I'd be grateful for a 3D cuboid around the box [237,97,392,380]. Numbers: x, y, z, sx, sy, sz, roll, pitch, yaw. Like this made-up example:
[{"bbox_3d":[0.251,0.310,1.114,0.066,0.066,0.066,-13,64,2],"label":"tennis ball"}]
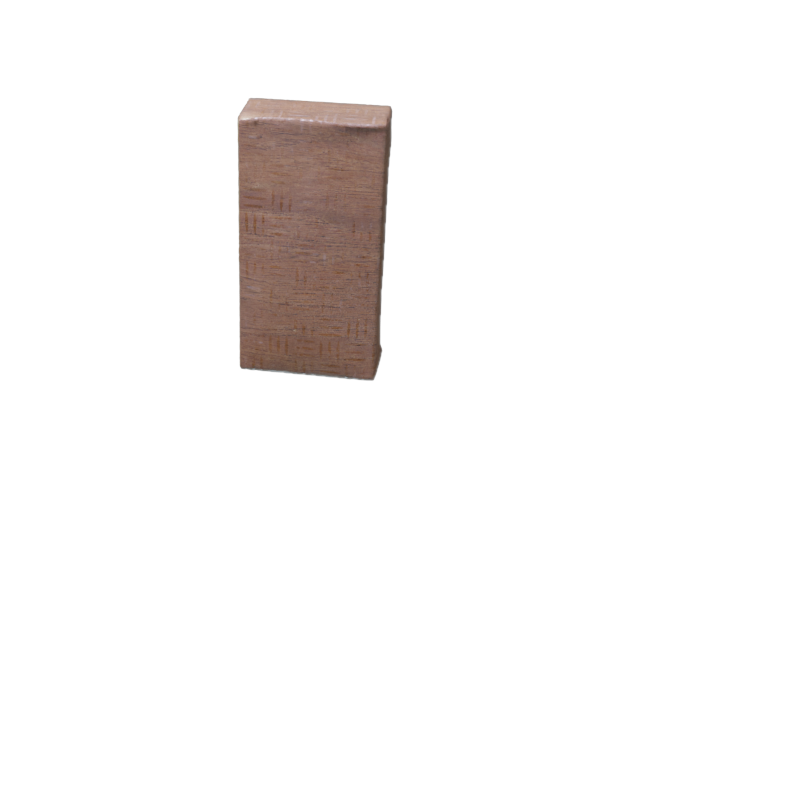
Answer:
[{"bbox_3d":[-0.056,-0.101,0.707,0.094,0.166,0.050,5,28,6],"label":"box"}]
